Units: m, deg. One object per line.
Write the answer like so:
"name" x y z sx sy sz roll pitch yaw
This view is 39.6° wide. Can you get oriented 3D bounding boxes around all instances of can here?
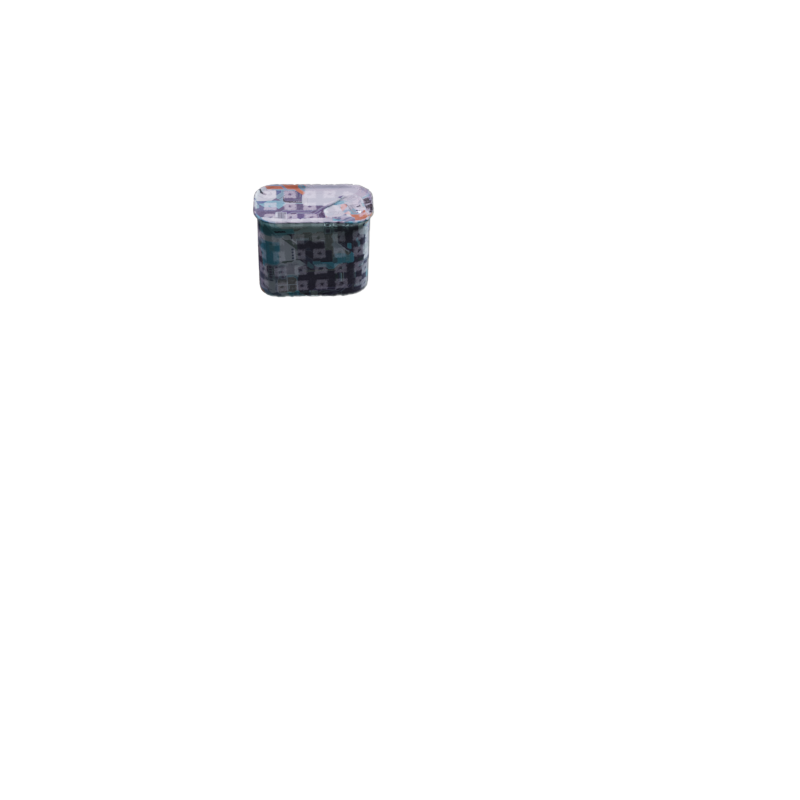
"can" -0.075 -0.137 0.962 0.102 0.078 0.062 0 40 -2
